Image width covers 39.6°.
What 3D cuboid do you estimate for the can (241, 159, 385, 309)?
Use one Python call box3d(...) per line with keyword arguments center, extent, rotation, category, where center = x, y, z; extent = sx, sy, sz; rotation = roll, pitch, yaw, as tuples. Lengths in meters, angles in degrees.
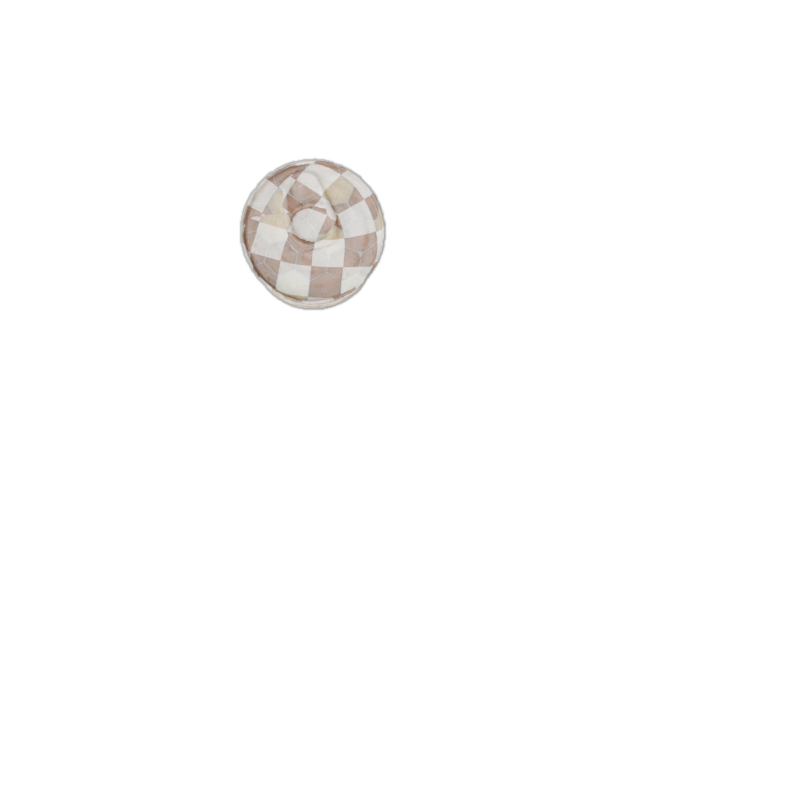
box3d(center=(-0.045, -0.081, 0.569), extent=(0.068, 0.069, 0.102), rotation=(0, 0, -3), category="can")
